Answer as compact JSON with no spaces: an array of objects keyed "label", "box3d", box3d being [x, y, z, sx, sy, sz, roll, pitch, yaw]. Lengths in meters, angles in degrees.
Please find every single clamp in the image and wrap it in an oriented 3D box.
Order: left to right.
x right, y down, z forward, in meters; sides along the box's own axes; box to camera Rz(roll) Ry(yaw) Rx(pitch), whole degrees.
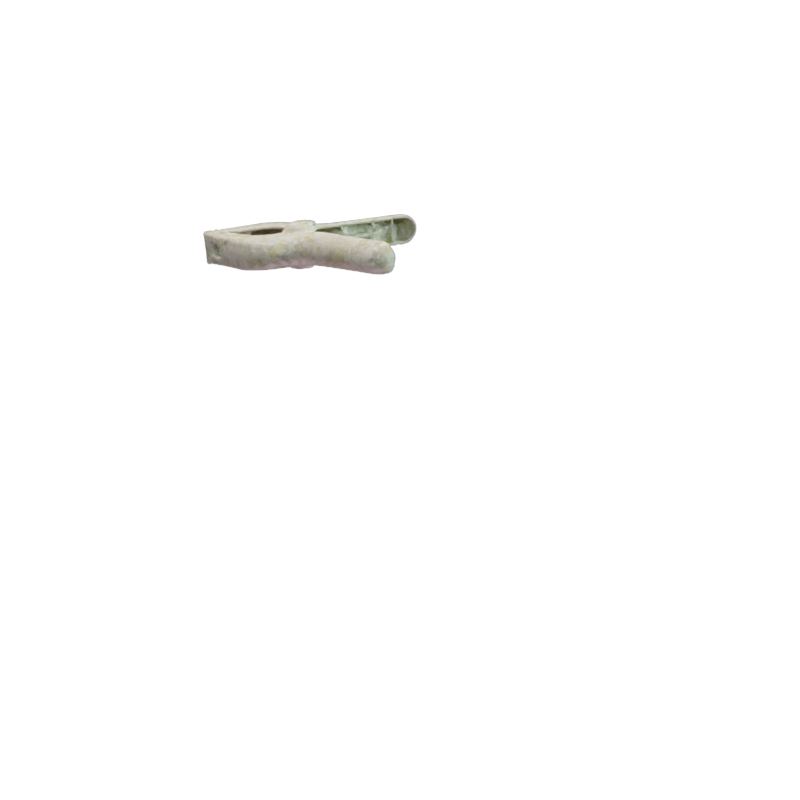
[{"label":"clamp","box3d":[-0.070,-0.127,0.892,0.177,0.038,0.120,6,16,20]}]
